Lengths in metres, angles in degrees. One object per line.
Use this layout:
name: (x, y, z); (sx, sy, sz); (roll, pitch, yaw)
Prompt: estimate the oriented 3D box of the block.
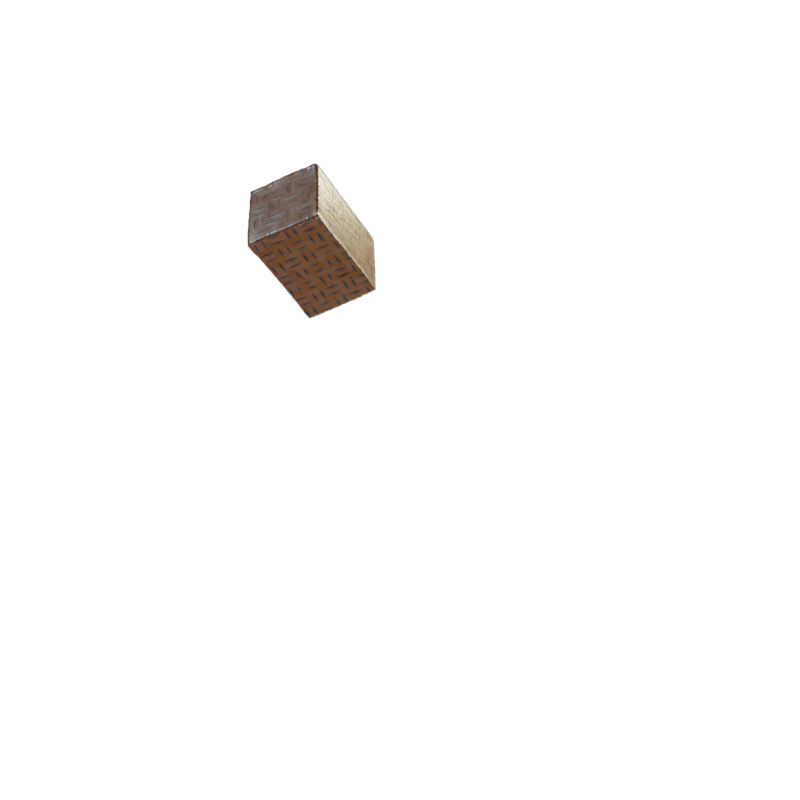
block: (-0.056, -0.102, 0.716); (0.053, 0.055, 0.072); (-21, -47, 19)
